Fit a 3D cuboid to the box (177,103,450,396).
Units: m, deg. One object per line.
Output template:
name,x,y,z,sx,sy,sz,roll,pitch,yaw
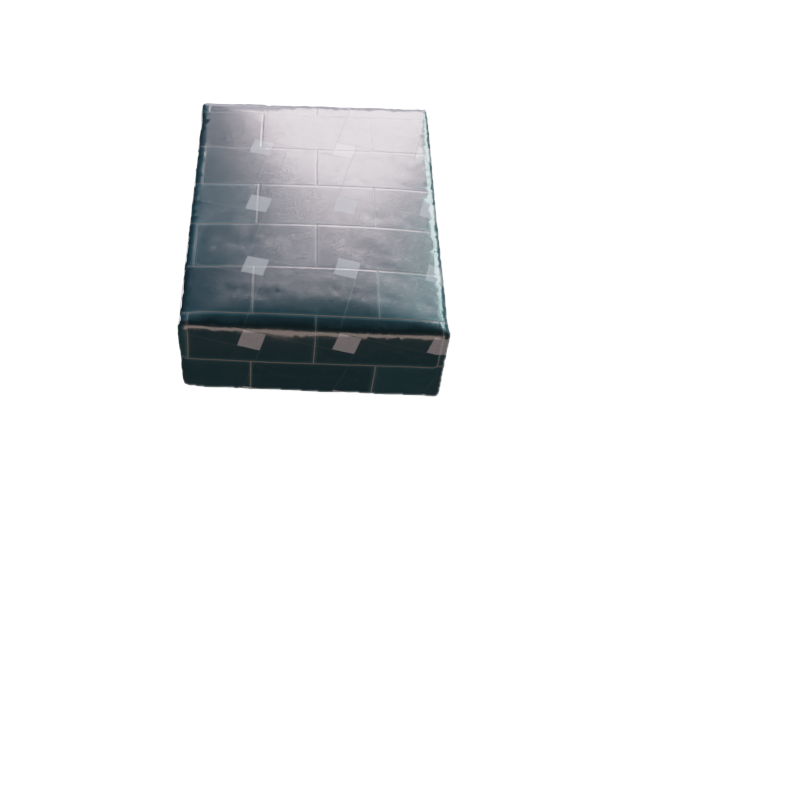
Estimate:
box,-0.059,-0.107,0.748,0.163,0.230,0.067,1,-41,-4
